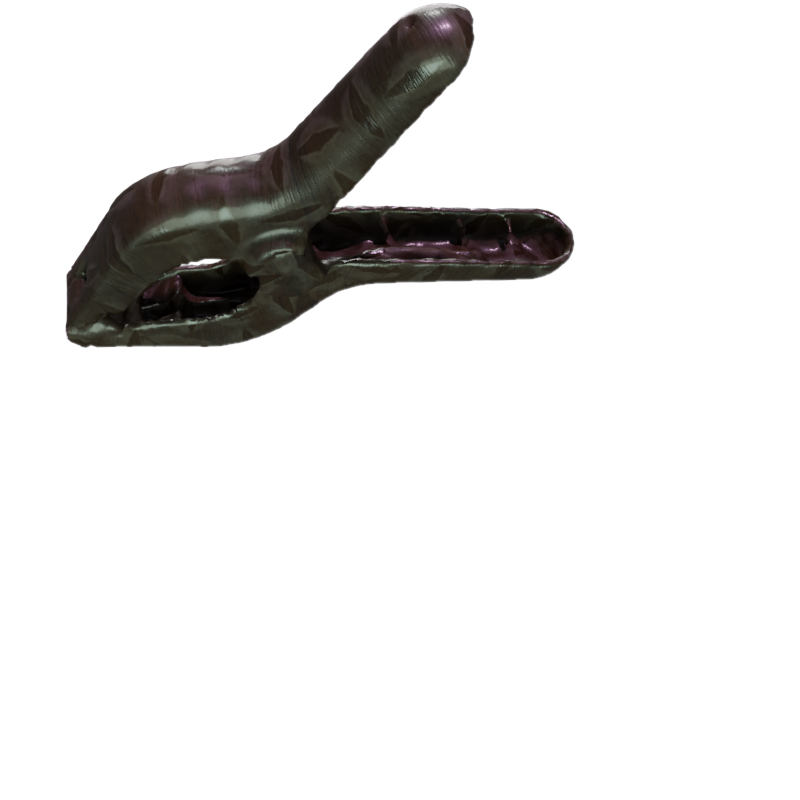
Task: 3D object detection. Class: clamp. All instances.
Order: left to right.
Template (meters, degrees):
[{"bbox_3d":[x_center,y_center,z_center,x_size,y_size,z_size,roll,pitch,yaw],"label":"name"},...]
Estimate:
[{"bbox_3d":[-0.029,-0.052,0.365,0.172,0.042,0.111,-21,-43,24],"label":"clamp"}]
